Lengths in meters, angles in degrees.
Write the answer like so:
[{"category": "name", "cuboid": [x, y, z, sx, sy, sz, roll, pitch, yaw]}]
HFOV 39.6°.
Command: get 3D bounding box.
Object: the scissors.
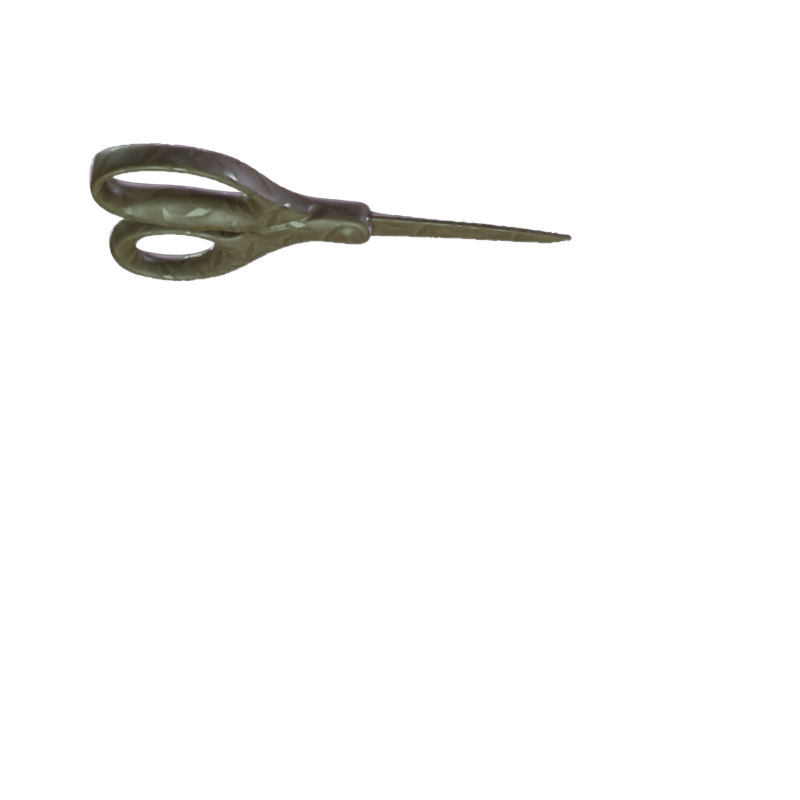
[{"category": "scissors", "cuboid": [-0.037, -0.068, 0.477, 0.195, 0.017, 0.094, 11, -27, -21]}]
